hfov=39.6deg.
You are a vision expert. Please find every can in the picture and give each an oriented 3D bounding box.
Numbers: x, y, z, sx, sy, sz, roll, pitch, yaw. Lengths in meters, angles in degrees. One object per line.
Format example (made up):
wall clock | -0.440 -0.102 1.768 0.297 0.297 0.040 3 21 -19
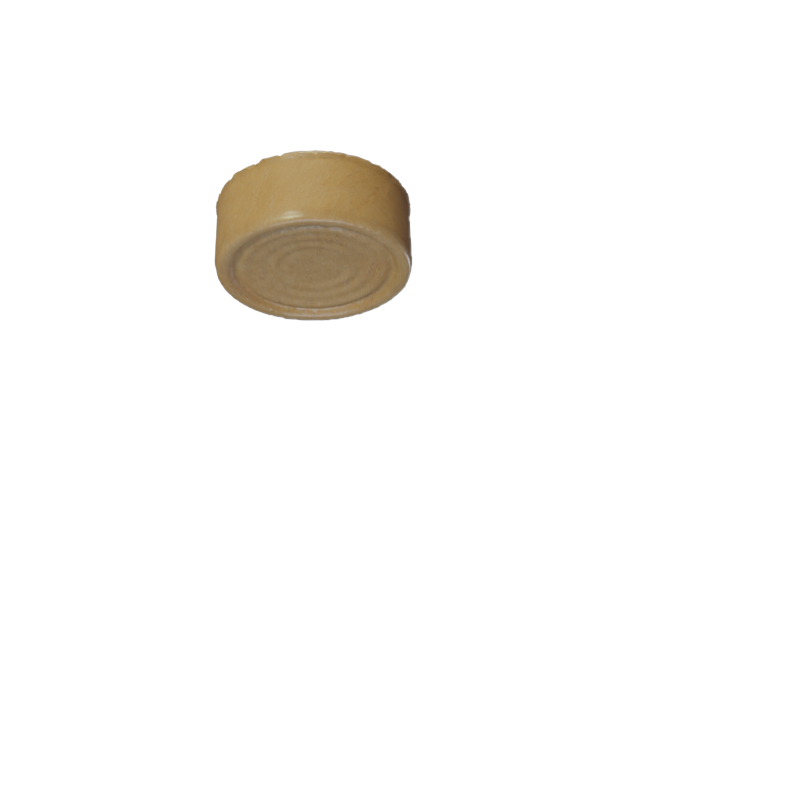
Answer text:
can | -0.038 -0.069 0.480 0.086 0.036 0.081 1 -28 -2
